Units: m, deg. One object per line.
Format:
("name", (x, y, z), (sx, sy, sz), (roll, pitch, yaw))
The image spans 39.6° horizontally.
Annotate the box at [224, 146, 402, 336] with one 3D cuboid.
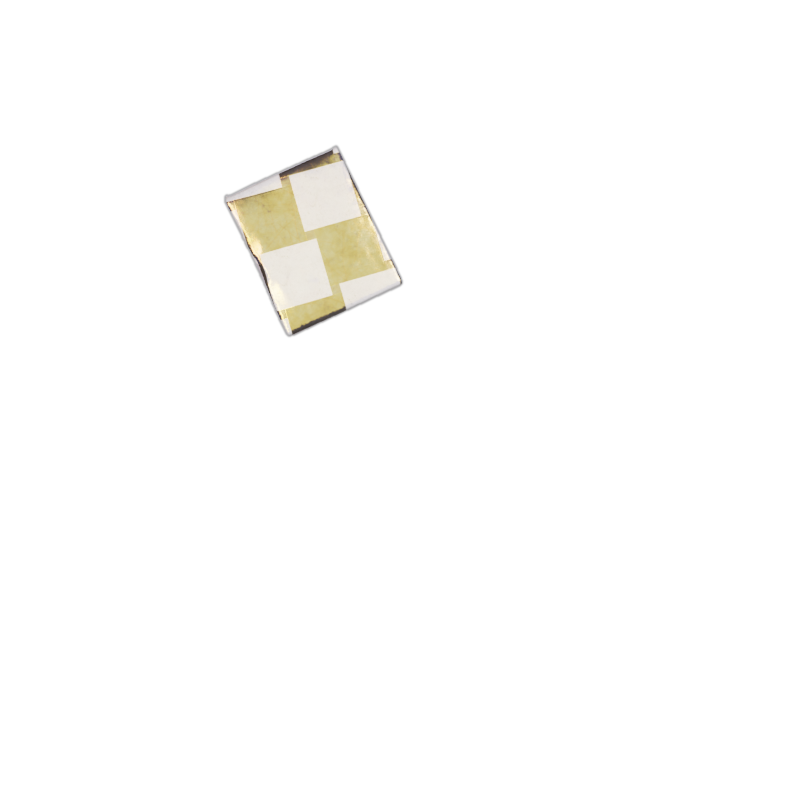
("box", (-0.050, -0.092, 0.643), (0.073, 0.090, 0.030), (-25, -3, -2))
